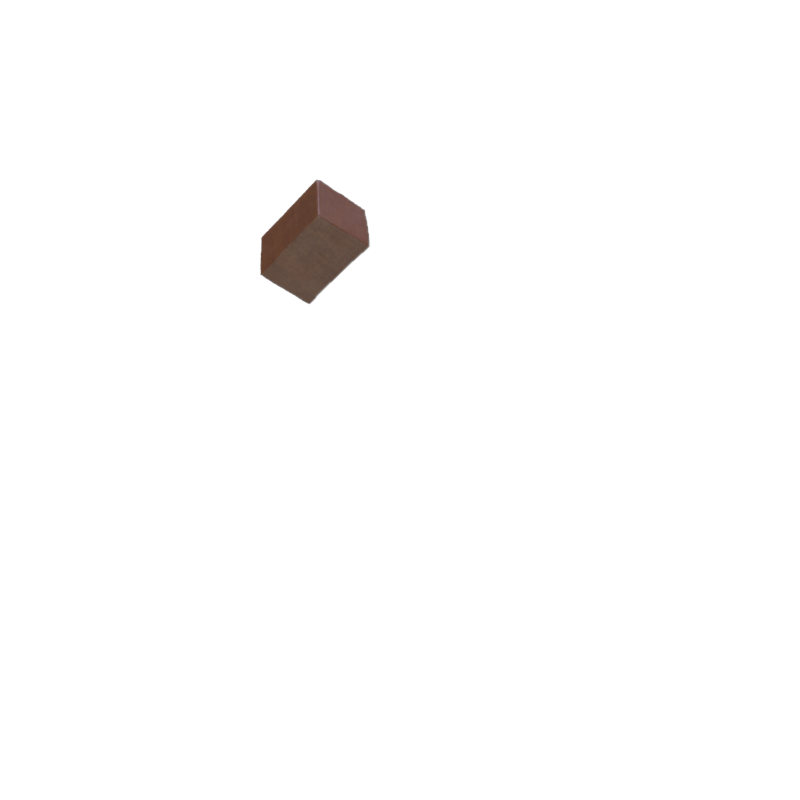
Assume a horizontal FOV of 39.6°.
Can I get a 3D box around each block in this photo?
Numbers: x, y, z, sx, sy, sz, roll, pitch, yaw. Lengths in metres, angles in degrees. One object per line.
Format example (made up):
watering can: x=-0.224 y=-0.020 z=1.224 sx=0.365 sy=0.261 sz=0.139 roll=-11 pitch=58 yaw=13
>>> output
block: x=-0.070 y=-0.127 z=0.888 sx=0.050 sy=0.055 sz=0.077 roll=32 pitch=-56 yaw=-27
